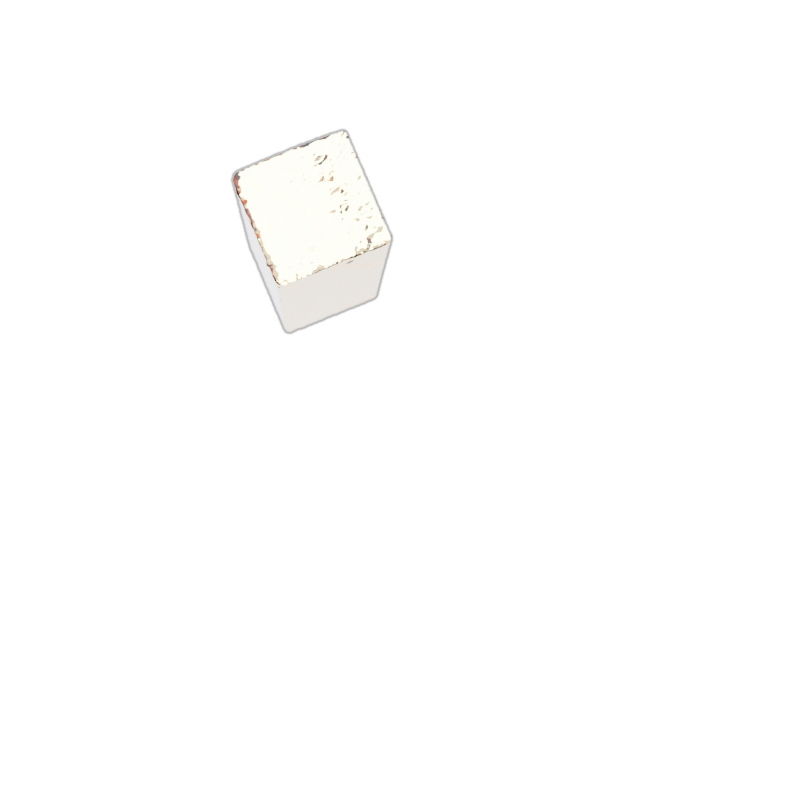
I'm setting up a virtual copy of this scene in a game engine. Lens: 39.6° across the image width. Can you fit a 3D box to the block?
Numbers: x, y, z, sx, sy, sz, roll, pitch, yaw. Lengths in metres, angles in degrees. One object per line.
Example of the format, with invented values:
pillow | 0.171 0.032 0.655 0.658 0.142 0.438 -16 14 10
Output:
block | -0.069 -0.124 0.870 0.090 0.093 0.202 -22 -5 -6
